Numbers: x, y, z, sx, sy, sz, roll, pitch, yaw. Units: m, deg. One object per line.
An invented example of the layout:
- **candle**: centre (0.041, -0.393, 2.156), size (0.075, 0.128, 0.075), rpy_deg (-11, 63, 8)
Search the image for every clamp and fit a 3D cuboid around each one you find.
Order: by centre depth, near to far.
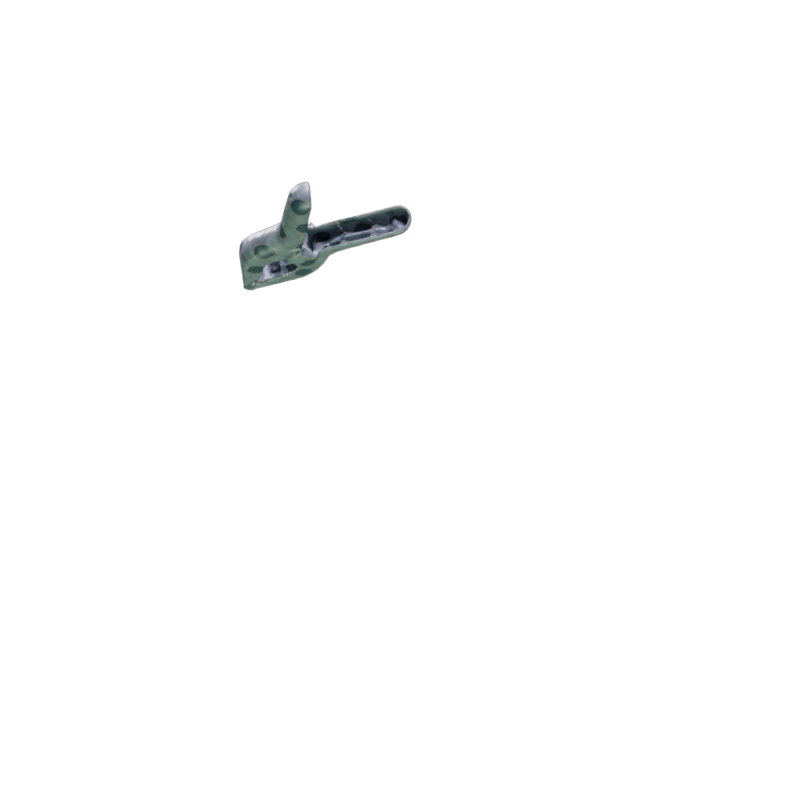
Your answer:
- **clamp**: centre (-0.075, -0.136, 0.954), size (0.115, 0.041, 0.171), rpy_deg (11, -21, -30)
